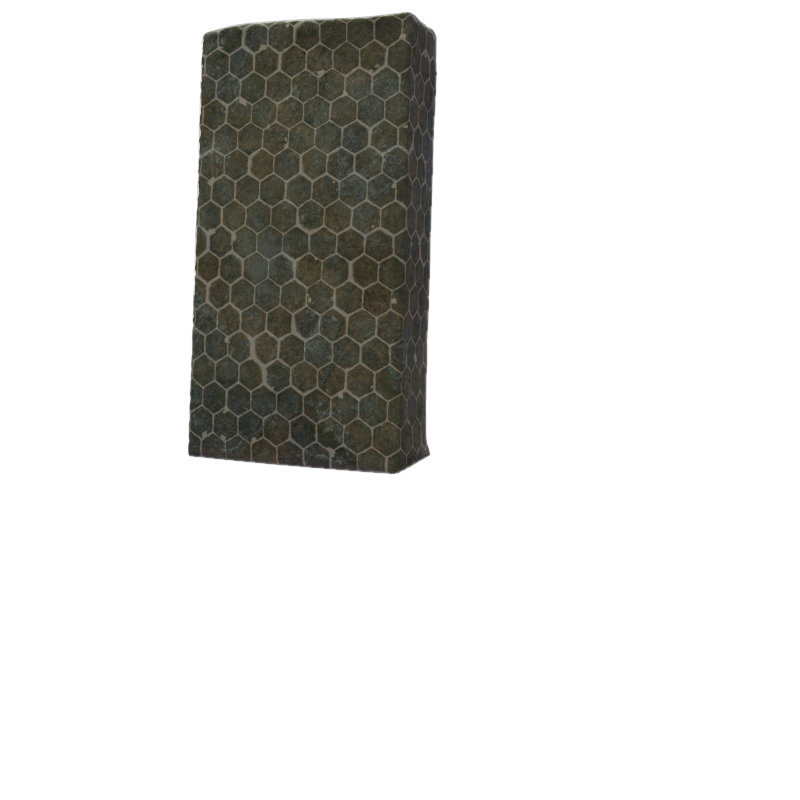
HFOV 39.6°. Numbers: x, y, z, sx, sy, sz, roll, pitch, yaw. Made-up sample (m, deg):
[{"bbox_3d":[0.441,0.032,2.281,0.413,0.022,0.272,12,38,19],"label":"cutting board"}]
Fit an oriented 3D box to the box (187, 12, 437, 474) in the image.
[{"bbox_3d":[-0.035,-0.064,0.450,0.096,0.177,0.047,0,0,21],"label":"box"}]
